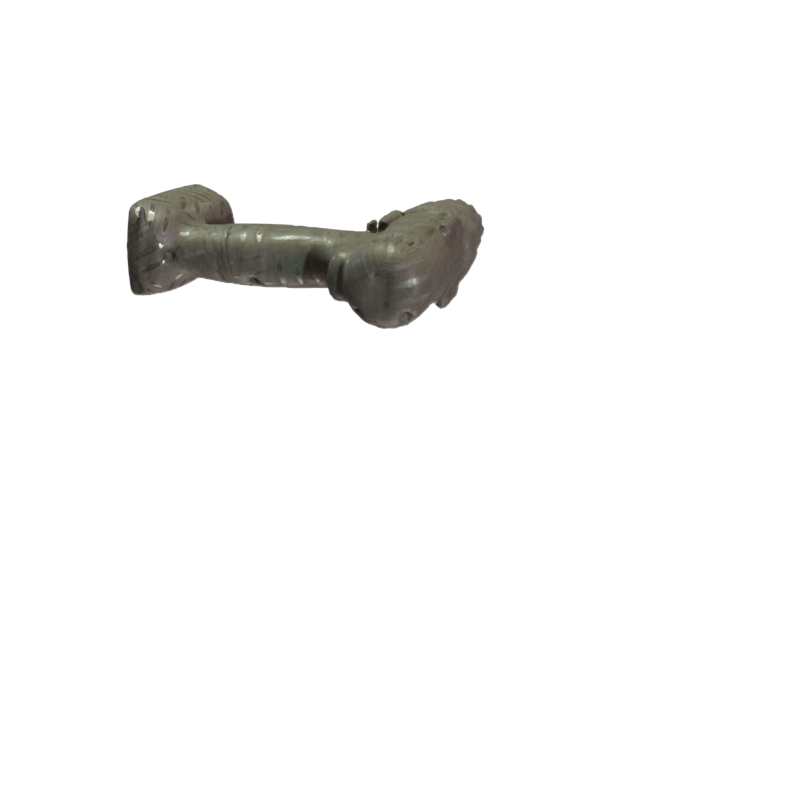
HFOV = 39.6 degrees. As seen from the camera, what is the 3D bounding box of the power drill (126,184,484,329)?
[{"bbox_3d":[-0.051,-0.093,0.654,0.192,0.056,0.186,5,18,16],"label":"power drill"}]
